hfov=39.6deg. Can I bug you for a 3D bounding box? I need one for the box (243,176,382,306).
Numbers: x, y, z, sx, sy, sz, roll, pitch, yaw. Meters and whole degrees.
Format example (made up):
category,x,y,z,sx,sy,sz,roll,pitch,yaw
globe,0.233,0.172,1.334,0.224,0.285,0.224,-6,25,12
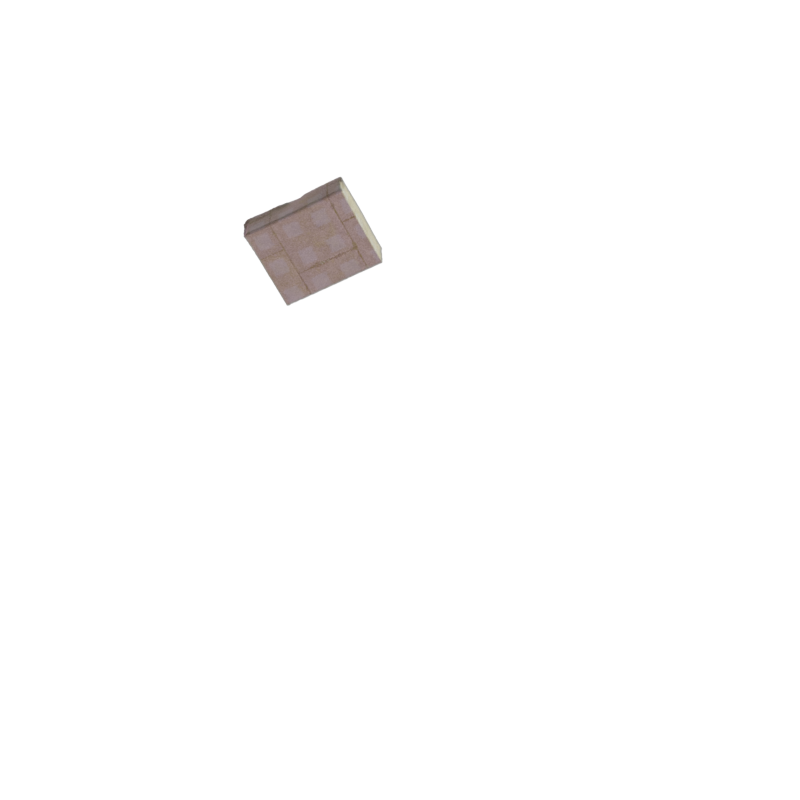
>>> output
category,x,y,z,sx,sy,sz,roll,pitch,yaw
box,-0.069,-0.126,0.881,0.089,0.068,0.032,-23,29,13
